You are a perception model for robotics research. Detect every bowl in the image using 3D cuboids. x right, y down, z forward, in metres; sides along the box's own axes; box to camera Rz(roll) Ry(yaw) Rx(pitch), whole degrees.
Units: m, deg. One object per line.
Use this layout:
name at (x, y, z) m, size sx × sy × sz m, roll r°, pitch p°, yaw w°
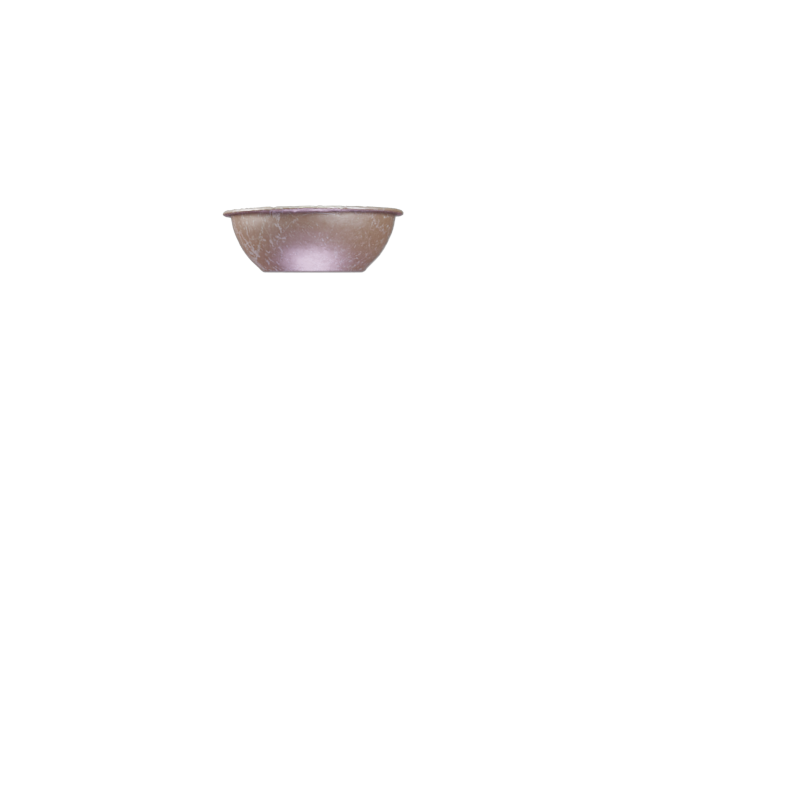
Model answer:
bowl at (-0.077, -0.141, 0.989) m, size 0.162 × 0.055 × 0.163 m, roll 0°, pitch 5°, yaw -2°
